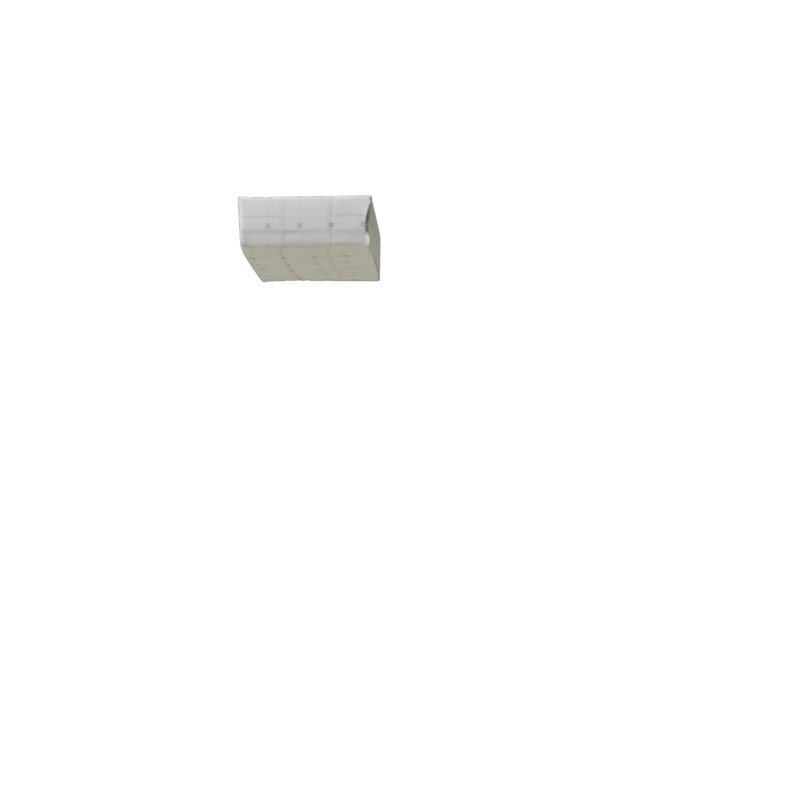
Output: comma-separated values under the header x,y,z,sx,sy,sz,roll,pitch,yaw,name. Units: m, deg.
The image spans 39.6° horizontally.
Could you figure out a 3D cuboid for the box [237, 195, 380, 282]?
x,y,z,sx,sy,sz,roll,pitch,yaw,name
-0.061,-0.110,0.772,0.090,0.040,0.110,-1,-6,3,box
